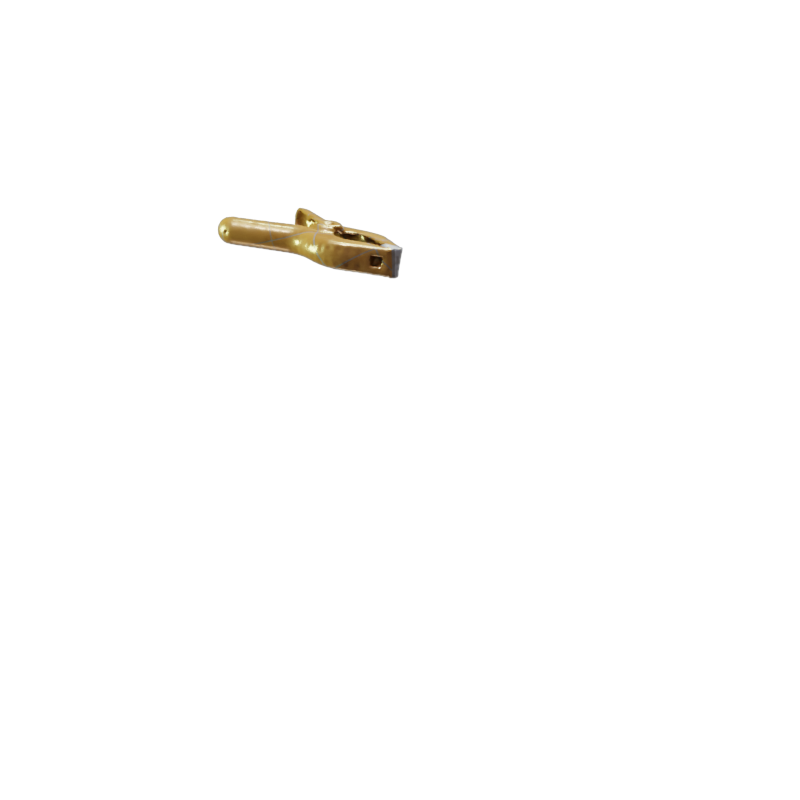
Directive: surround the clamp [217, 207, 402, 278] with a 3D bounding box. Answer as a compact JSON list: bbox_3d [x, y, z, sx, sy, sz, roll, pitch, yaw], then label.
[{"bbox_3d":[-0.078,-0.143,0.998,0.118,0.038,0.182,-19,29,-39],"label":"clamp"}]
